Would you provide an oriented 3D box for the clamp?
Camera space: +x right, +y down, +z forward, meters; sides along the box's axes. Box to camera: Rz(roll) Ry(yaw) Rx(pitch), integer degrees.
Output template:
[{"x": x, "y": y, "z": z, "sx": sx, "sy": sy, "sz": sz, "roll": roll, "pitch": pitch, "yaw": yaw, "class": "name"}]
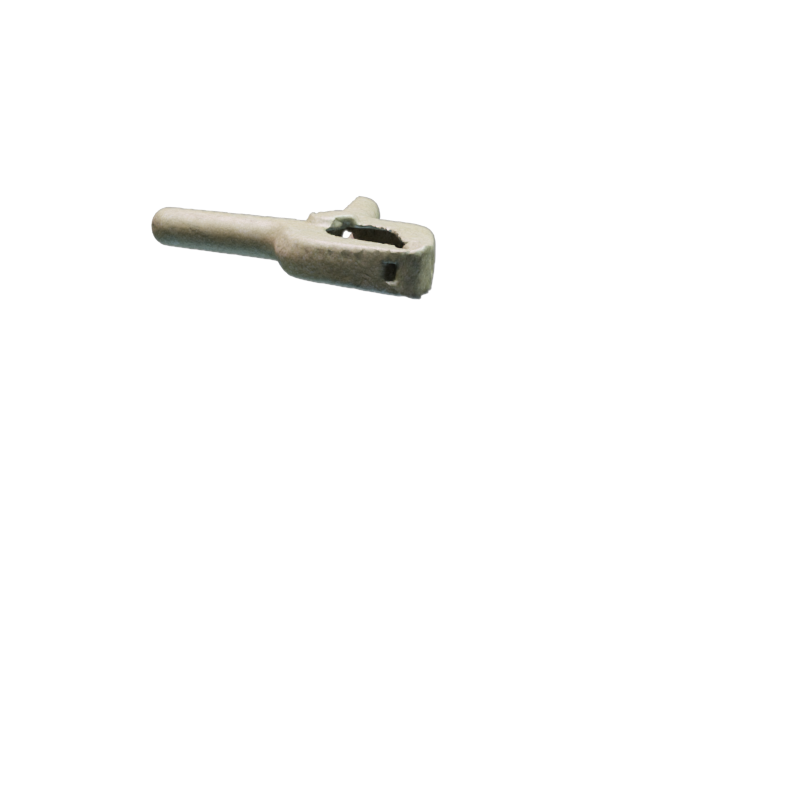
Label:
[{"x": -0.052, "y": -0.096, "z": 0.670, "sx": 0.161, "sy": 0.035, "sz": 0.222, "roll": -7, "pitch": 19, "yaw": -22, "class": "clamp"}]
